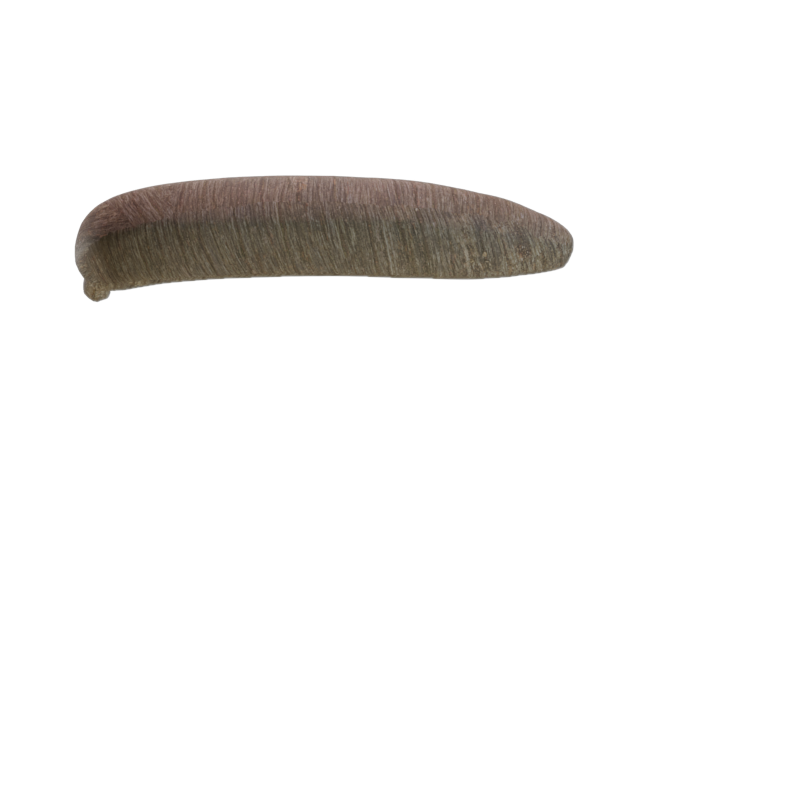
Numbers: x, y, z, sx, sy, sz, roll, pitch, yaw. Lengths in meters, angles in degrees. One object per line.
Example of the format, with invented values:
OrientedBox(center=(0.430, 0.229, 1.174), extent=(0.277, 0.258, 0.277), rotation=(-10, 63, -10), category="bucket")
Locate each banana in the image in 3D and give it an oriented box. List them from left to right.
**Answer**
OrientedBox(center=(-0.041, -0.060, 0.401), extent=(0.202, 0.037, 0.067), rotation=(0, -3, 17), category="banana")
